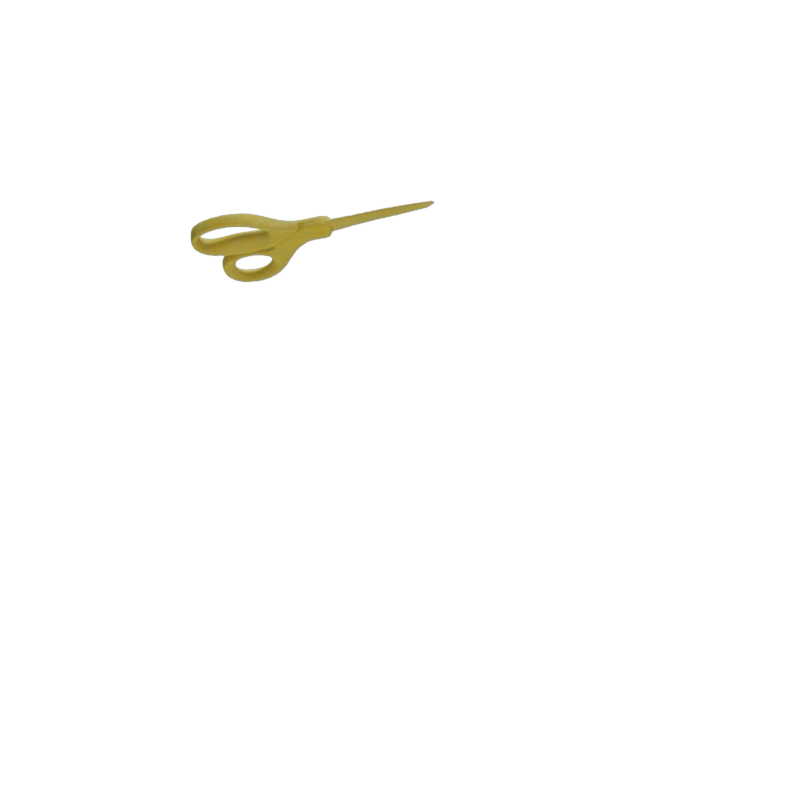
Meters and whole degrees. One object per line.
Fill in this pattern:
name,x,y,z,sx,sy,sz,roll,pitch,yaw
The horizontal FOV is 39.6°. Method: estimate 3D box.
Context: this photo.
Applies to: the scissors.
scissors,-0.072,-0.132,0.925,0.203,0.017,0.090,-2,-29,4
